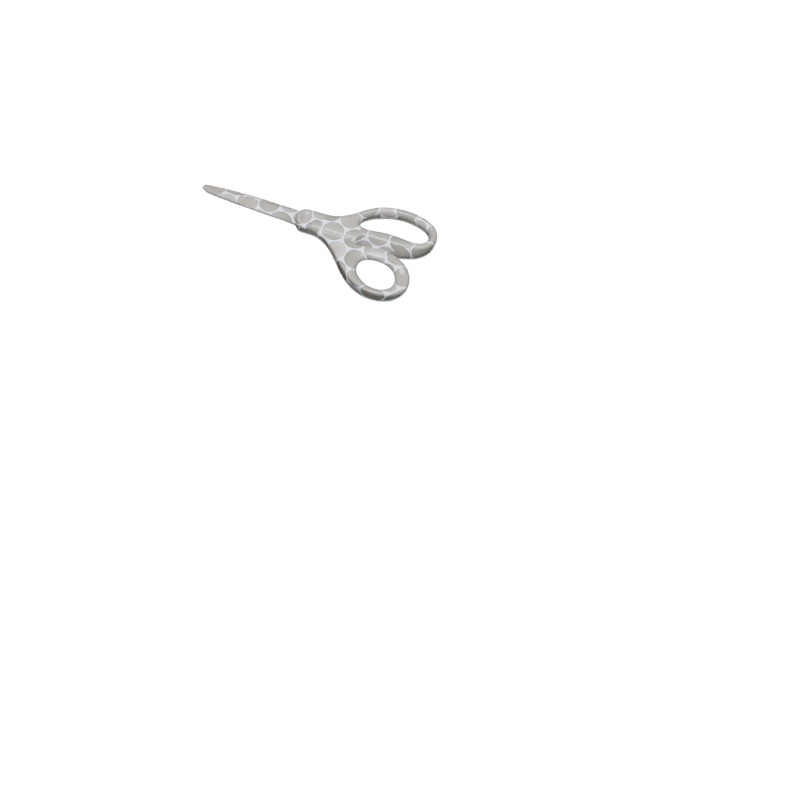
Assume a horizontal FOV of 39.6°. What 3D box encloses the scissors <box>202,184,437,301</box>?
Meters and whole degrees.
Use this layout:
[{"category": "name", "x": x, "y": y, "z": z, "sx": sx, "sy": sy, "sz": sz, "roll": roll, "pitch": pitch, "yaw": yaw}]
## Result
[{"category": "scissors", "x": -0.072, "y": -0.131, "z": 0.915, "sx": 0.203, "sy": 0.102, "sz": 0.015, "roll": 6, "pitch": -32, "yaw": 4}]
